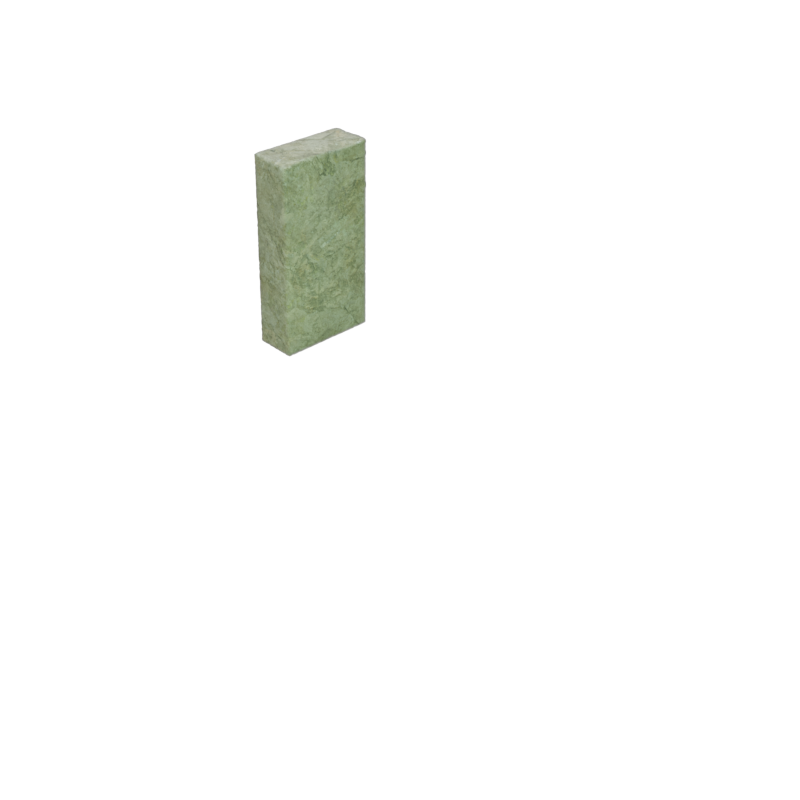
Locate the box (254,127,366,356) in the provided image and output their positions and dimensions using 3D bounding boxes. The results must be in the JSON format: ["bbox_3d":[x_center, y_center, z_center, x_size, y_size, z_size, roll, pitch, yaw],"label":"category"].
[{"bbox_3d":[-0.074,-0.135,0.945,0.093,0.166,0.051,-25,40,-38],"label":"box"}]
